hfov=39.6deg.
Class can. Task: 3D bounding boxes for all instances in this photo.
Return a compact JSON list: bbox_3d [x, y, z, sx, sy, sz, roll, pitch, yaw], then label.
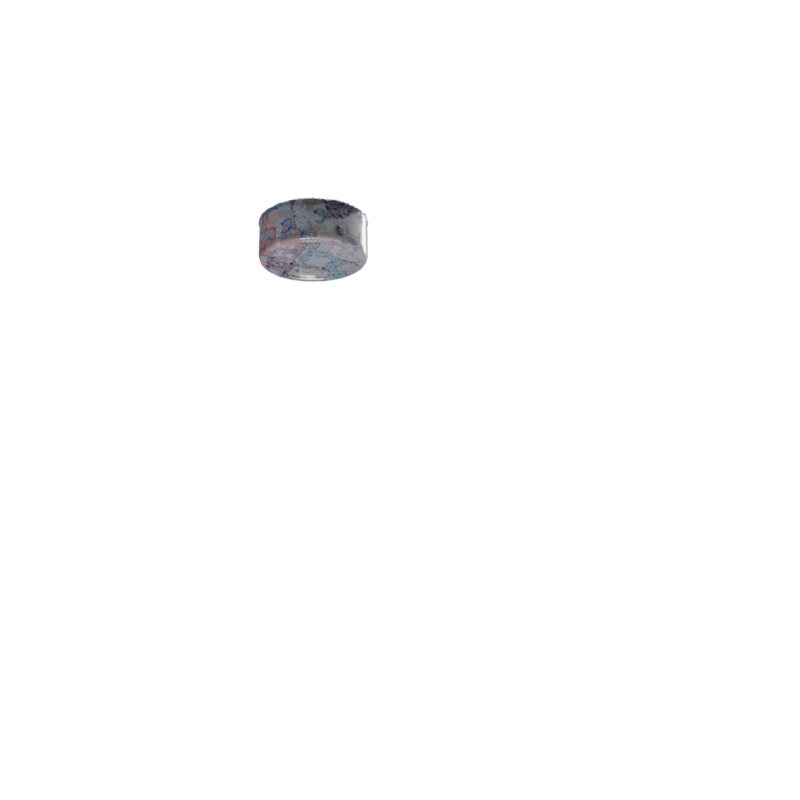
[{"bbox_3d":[-0.067,-0.123,0.861,0.086,0.035,0.082,0,-19,-2],"label":"can"}]
